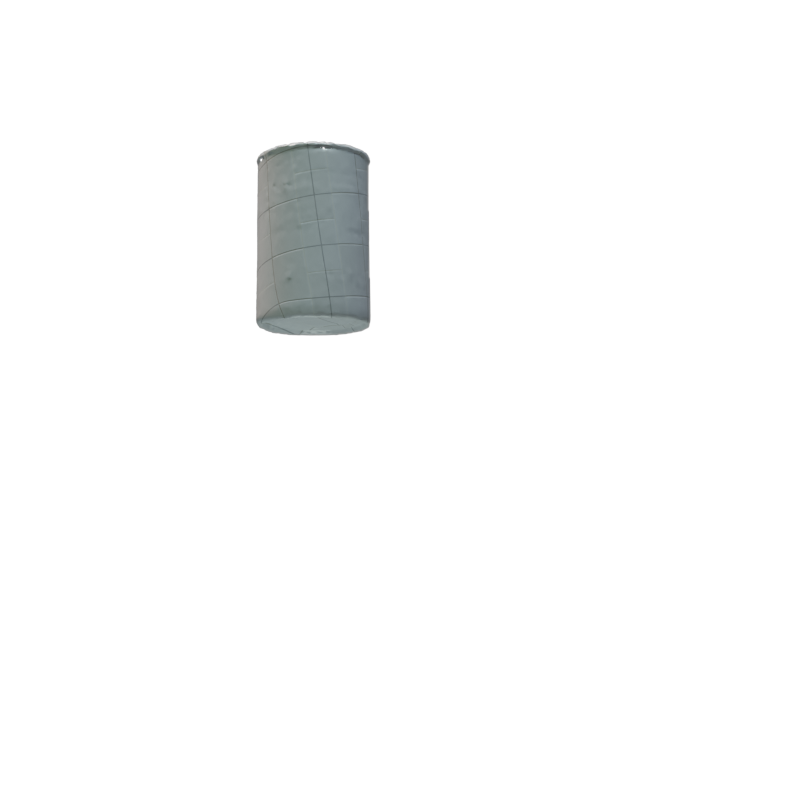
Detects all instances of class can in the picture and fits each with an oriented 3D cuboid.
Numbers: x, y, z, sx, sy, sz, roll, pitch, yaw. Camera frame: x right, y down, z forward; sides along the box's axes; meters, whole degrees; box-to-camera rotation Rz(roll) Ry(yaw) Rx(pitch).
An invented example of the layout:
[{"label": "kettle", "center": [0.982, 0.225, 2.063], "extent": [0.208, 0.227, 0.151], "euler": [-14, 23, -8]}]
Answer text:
[{"label": "can", "center": [-0.051, -0.093, 0.654], "extent": [0.068, 0.105, 0.067], "euler": [0, -12, -2]}]
